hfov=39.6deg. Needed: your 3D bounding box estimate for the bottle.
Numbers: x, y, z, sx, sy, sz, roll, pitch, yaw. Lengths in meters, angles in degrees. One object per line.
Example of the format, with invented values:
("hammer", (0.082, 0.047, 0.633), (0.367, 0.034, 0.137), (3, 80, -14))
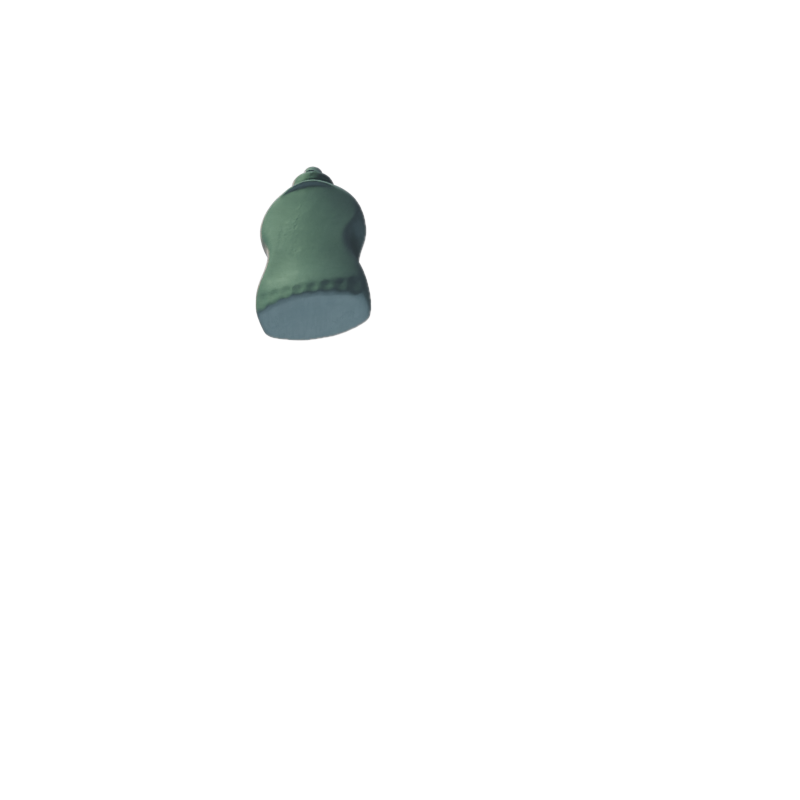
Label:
("bottle", (-0.078, -0.143, 0.999), (0.097, 0.206, 0.054), (-11, -43, 8))
